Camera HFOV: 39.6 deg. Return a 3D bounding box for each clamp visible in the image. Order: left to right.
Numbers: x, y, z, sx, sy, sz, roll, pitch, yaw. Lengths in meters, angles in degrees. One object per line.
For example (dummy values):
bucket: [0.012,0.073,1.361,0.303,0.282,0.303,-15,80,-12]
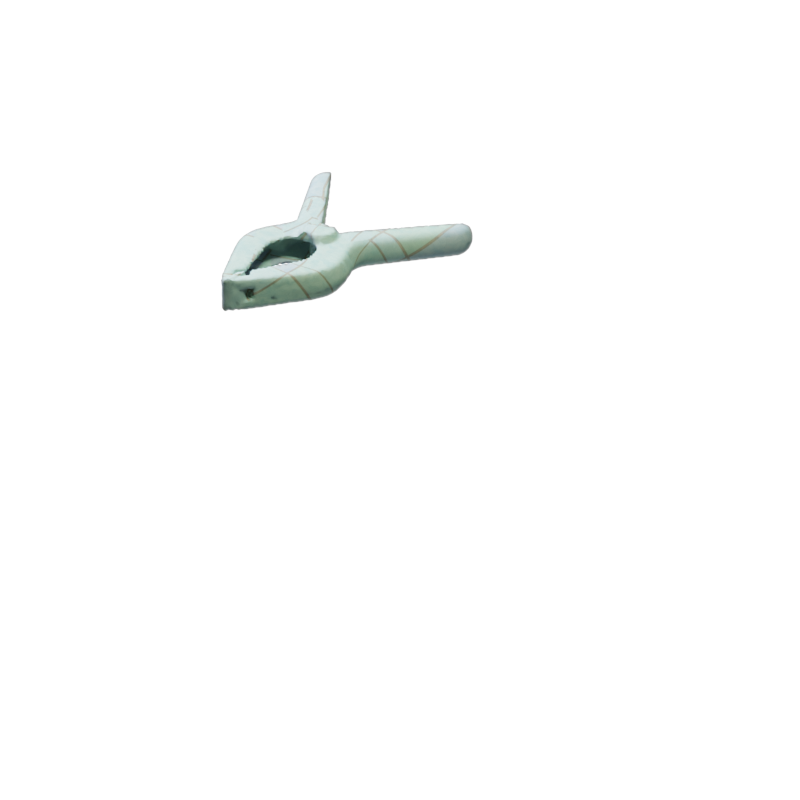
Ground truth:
clamp: [-0.069,-0.126,0.886,0.209,0.034,0.176,-27,42,-35]
